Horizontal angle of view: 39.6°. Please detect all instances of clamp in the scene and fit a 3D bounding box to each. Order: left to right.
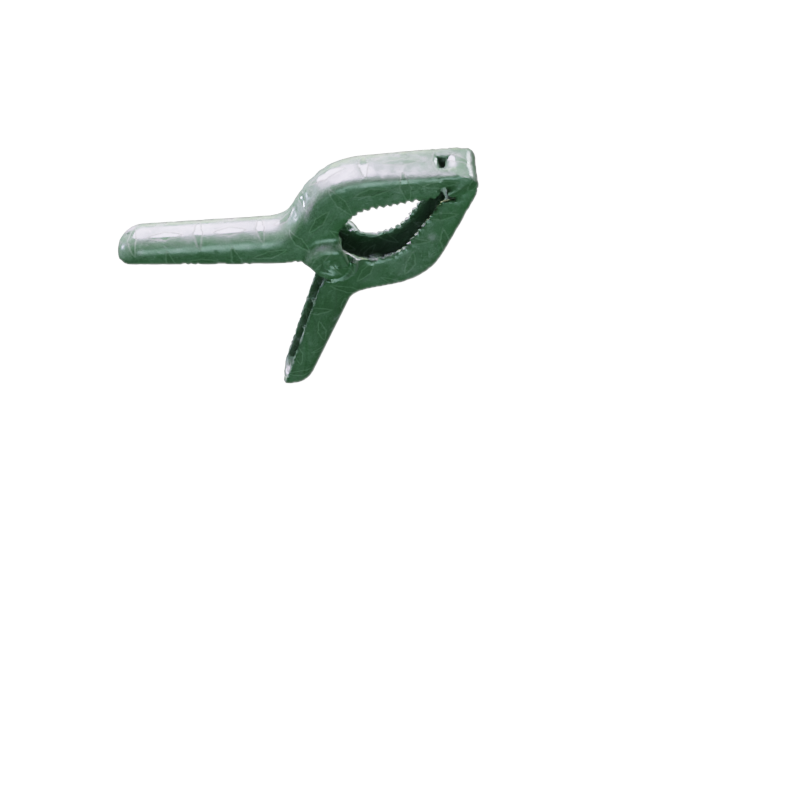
[{"bbox_3d":[-0.051,-0.093,0.652,0.209,0.039,0.154,-32,-49,32],"label":"clamp"}]
